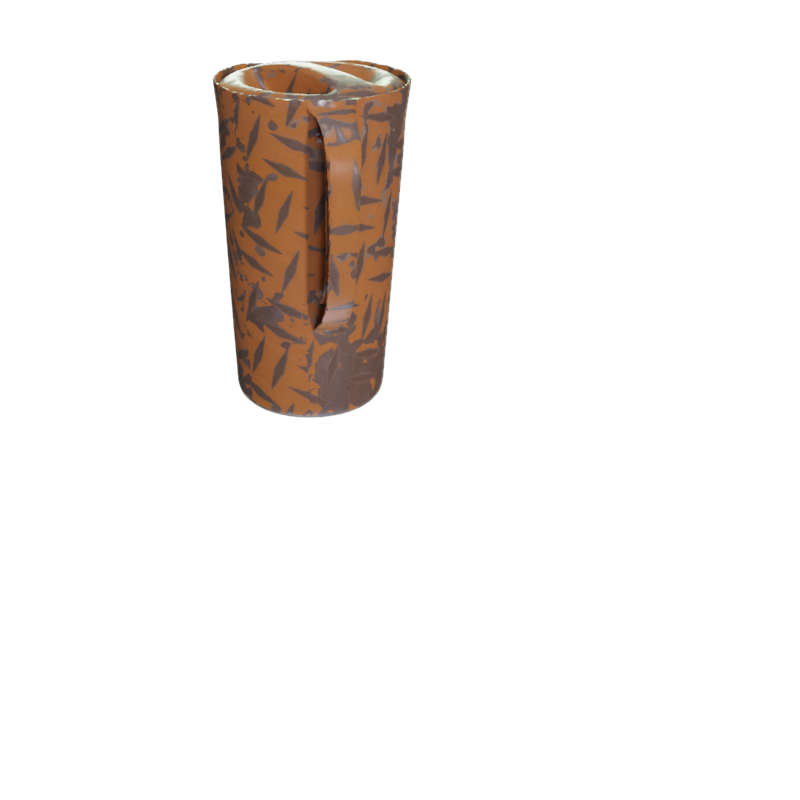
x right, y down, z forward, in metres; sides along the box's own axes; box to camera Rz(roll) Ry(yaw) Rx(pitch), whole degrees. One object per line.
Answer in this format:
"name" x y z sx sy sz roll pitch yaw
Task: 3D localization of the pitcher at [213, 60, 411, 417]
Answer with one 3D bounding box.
"pitcher" -0.061 -0.111 0.775 0.152 0.231 0.150 14 26 27
